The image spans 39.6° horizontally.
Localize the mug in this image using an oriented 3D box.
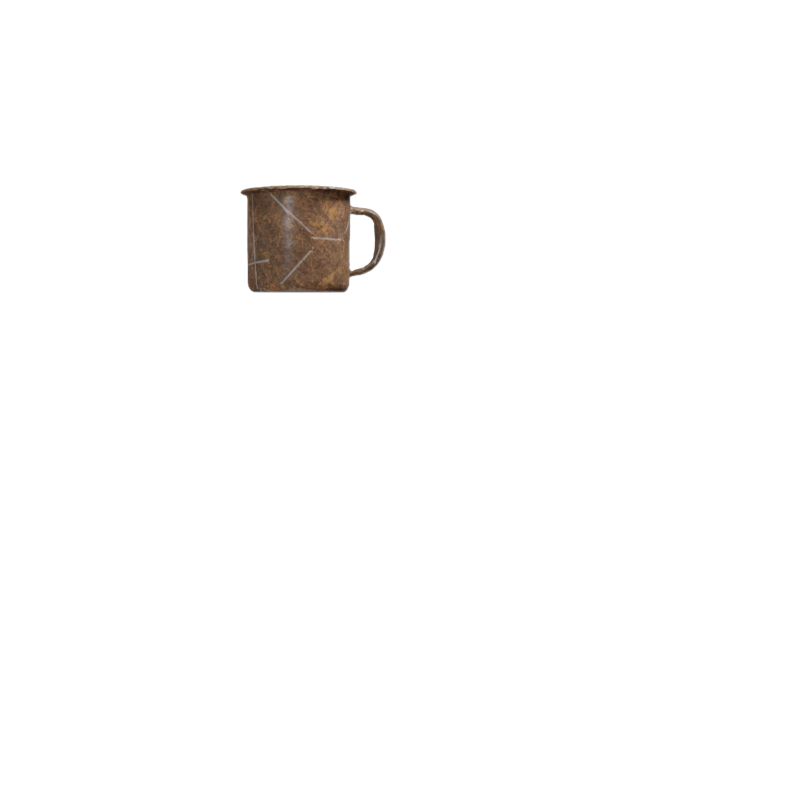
[{"bbox_3d":[-0.069,-0.127,0.888,0.115,0.082,0.095,-1,2,-12],"label":"mug"}]
